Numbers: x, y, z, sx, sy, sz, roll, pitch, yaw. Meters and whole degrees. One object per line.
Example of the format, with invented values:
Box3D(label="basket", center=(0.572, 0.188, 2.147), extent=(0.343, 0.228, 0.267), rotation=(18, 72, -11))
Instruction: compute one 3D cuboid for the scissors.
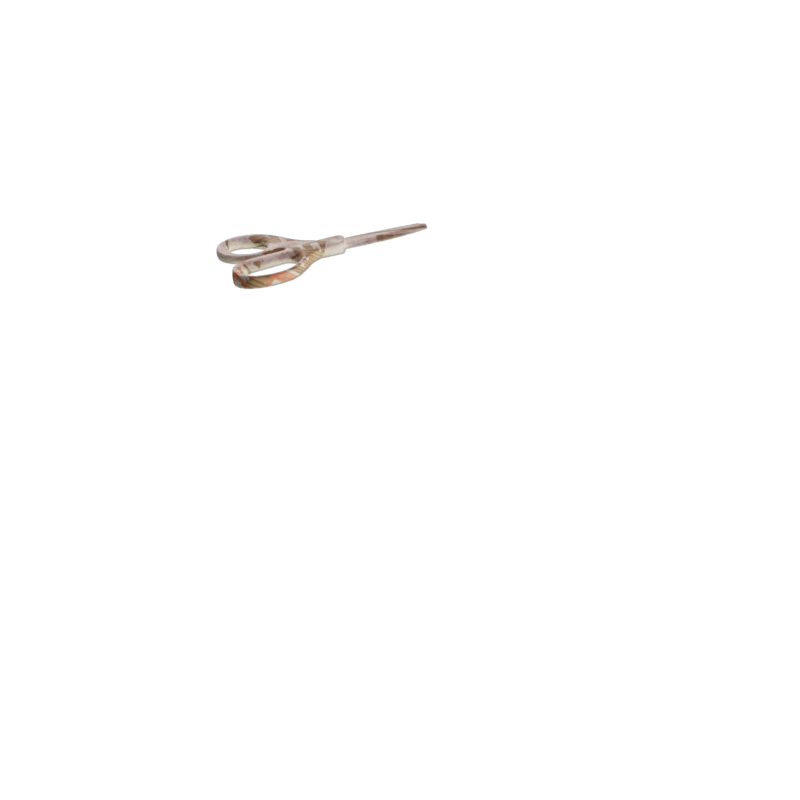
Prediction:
Box3D(label="scissors", center=(-0.078, -0.141, 0.991), extent=(0.102, 0.015, 0.200), rotation=(26, 39, 37))
